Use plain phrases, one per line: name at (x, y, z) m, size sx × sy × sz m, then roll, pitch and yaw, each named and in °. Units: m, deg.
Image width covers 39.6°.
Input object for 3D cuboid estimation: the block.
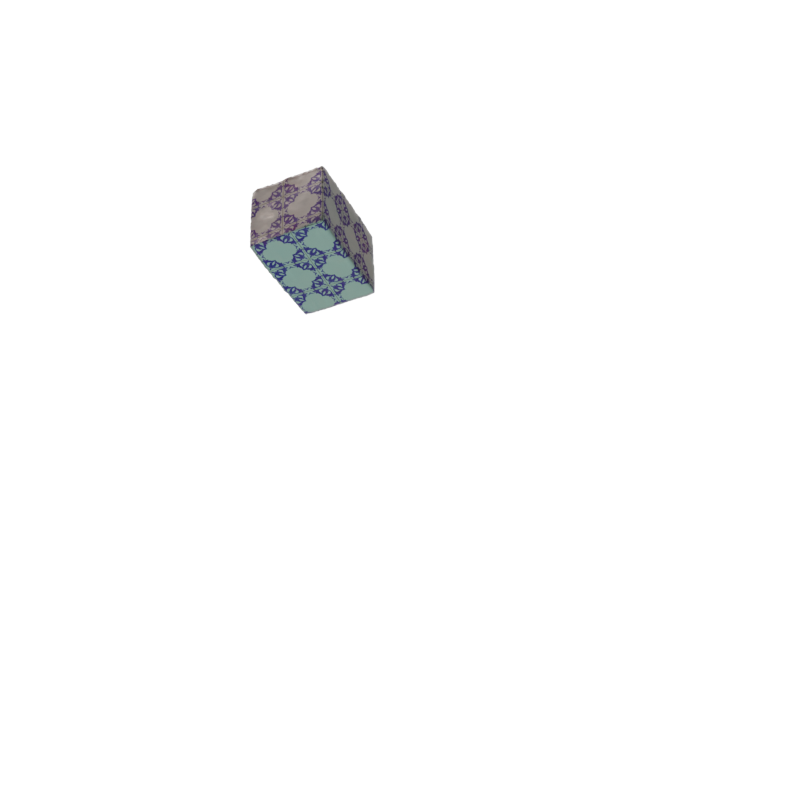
block at (-0.056, -0.102, 0.715) m, size 0.053 × 0.055 × 0.072 m, roll -17°, pitch -41°, yaw 18°
